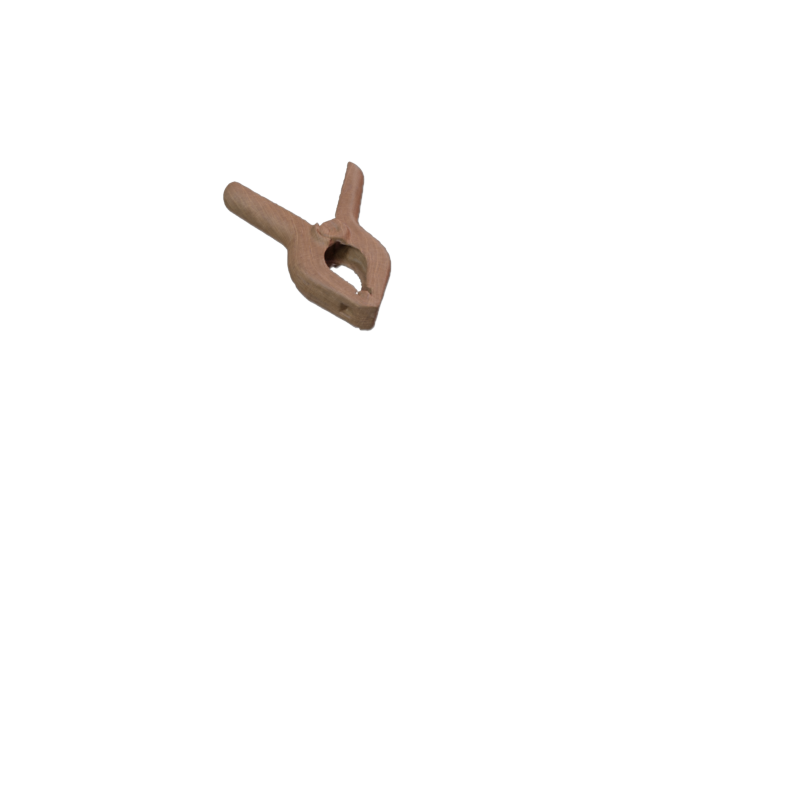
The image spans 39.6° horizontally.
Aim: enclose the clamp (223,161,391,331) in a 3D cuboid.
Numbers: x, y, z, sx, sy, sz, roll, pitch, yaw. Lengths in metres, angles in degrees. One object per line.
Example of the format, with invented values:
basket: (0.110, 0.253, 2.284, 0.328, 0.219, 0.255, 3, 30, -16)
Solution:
clamp: (-0.067, -0.123, 0.860, 0.119, 0.186, 0.036, -11, -43, -11)
